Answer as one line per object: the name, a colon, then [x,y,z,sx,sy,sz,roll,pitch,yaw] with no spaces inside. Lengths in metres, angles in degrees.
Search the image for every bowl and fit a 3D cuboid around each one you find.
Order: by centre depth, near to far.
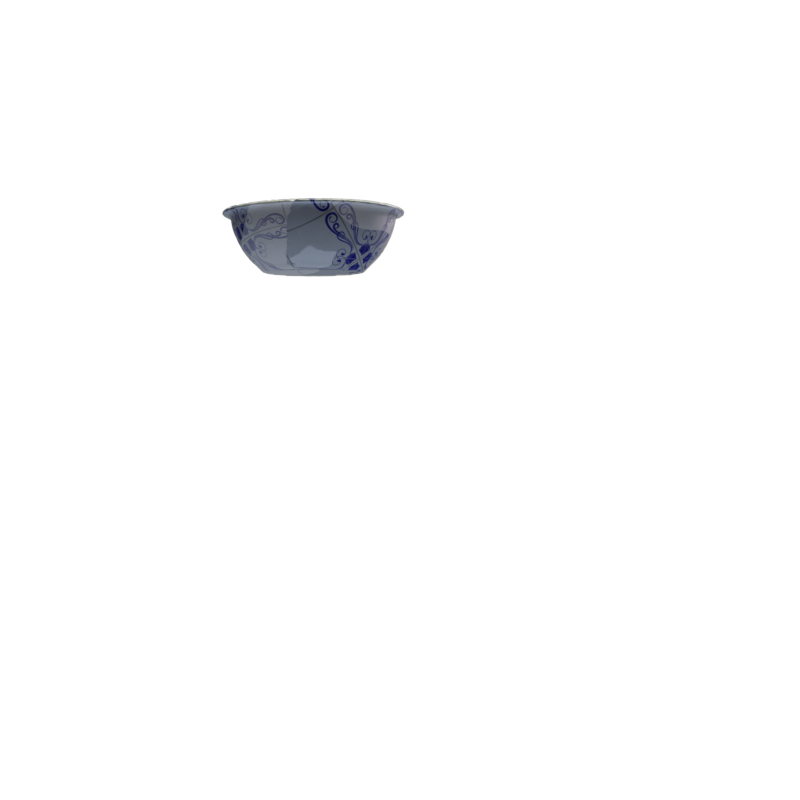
bowl: [-0.077,-0.140,0.981,0.162,0.055,0.161,0,1,-2]
